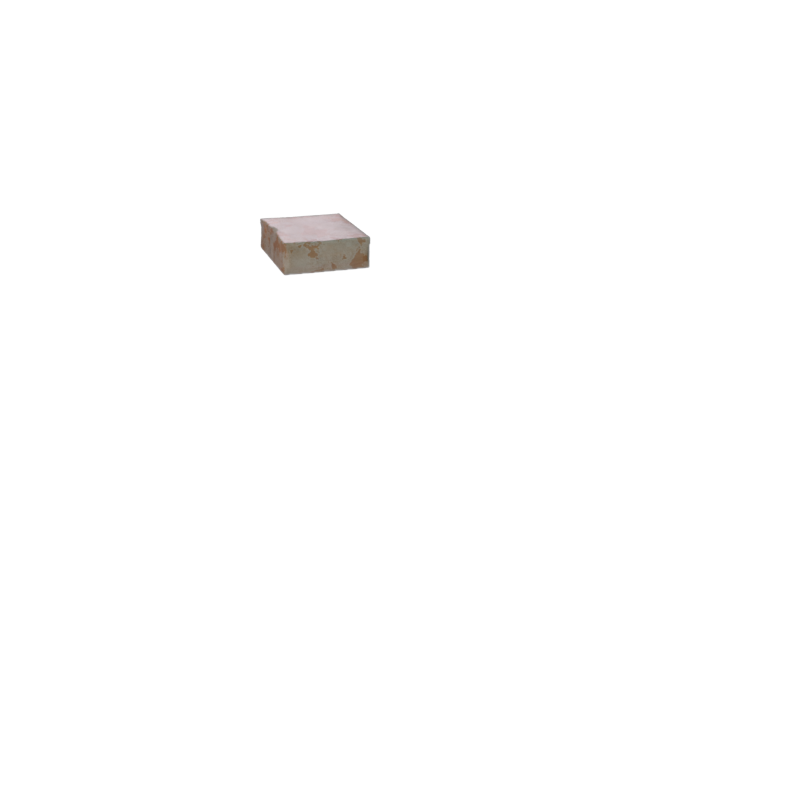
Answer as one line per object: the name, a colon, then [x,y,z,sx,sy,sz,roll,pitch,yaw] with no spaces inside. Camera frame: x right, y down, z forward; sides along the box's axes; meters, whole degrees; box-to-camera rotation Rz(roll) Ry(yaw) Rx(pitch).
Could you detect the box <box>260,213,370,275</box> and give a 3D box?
box: [-0.073,-0.133,0.928,0.072,0.029,0.095,-6,23,-16]
